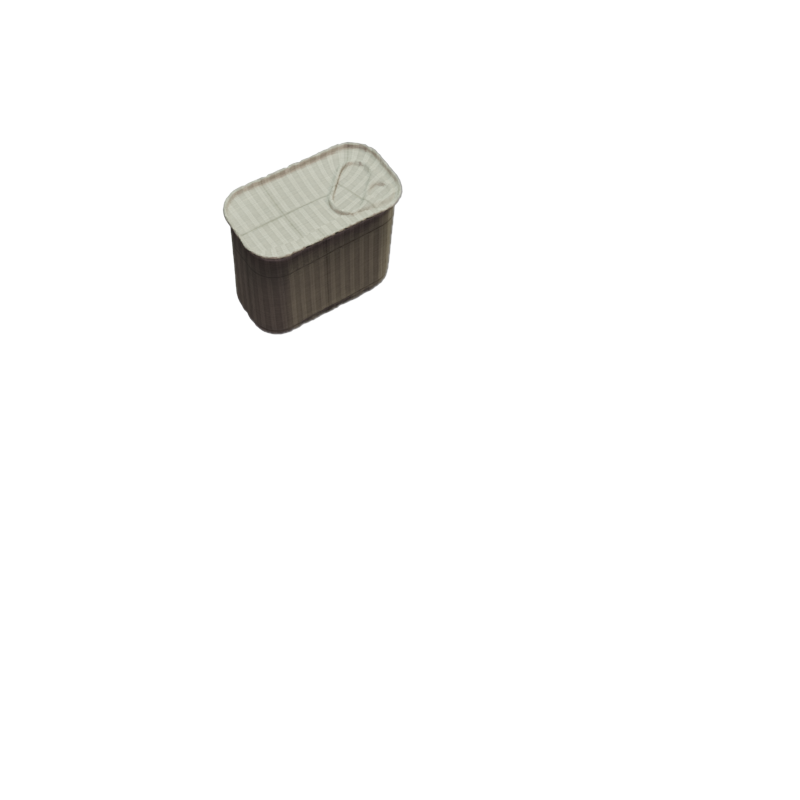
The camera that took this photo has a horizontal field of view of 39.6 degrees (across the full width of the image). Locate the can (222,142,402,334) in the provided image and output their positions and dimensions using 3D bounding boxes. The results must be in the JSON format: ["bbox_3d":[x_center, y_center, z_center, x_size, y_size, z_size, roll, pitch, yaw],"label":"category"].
[{"bbox_3d":[-0.052,-0.095,0.666,0.102,0.061,0.078,-28,-28,-19],"label":"can"}]
